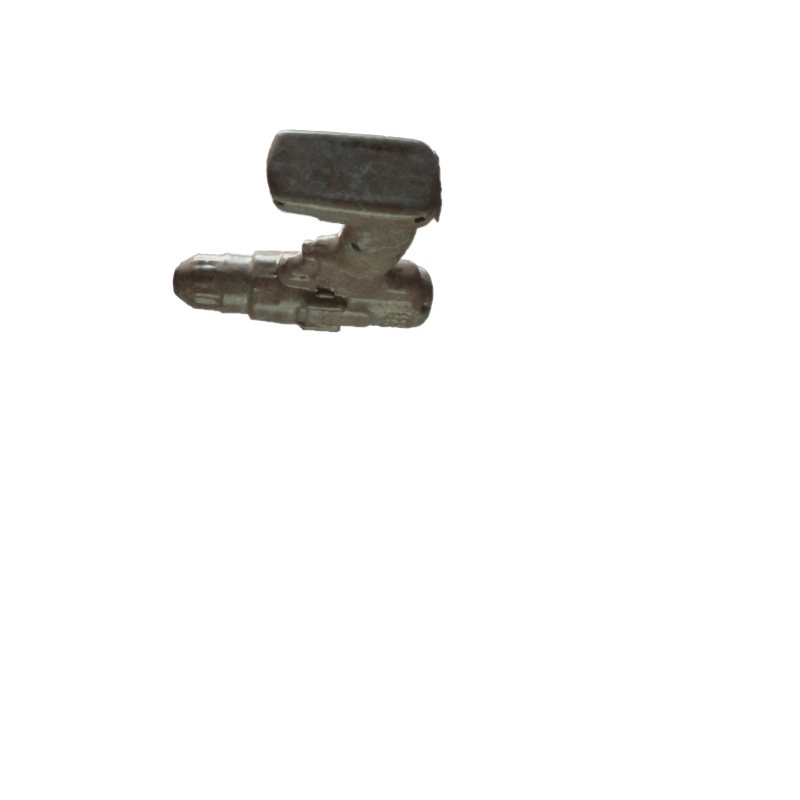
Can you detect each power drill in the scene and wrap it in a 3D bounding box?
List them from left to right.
[{"bbox_3d":[-0.057,-0.104,0.728,0.183,0.061,0.180,3,-21,-8],"label":"power drill"}]
